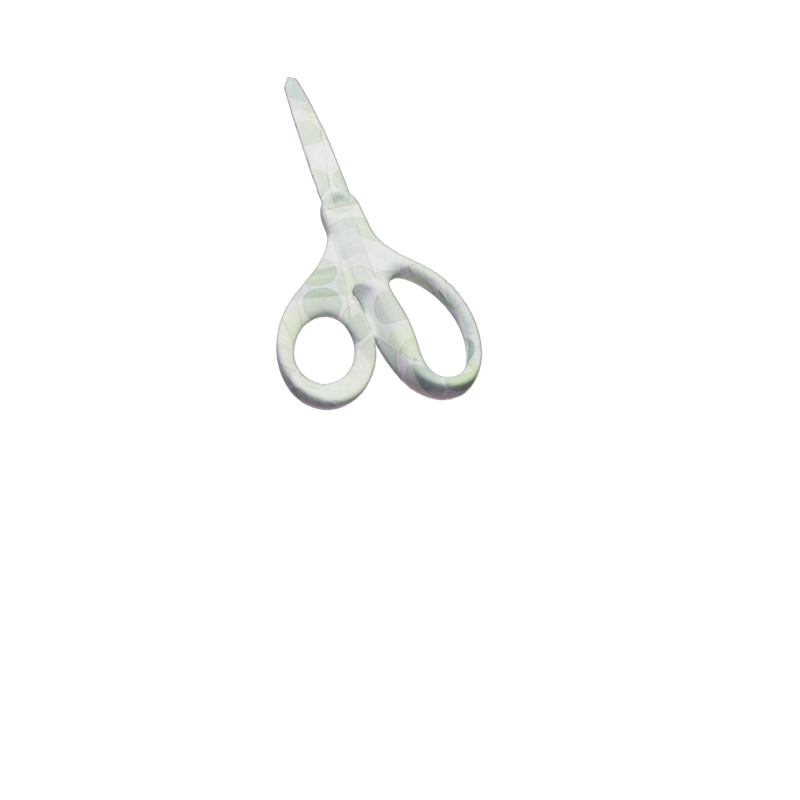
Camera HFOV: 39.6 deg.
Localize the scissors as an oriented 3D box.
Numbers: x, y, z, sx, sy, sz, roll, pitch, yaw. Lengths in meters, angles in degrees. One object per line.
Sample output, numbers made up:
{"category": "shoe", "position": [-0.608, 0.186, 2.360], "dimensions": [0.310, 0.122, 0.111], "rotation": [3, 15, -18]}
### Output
{"category": "scissors", "position": [-0.040, -0.074, 0.516], "dimensions": [0.096, 0.216, 0.015], "rotation": [-26, -31, -18]}
